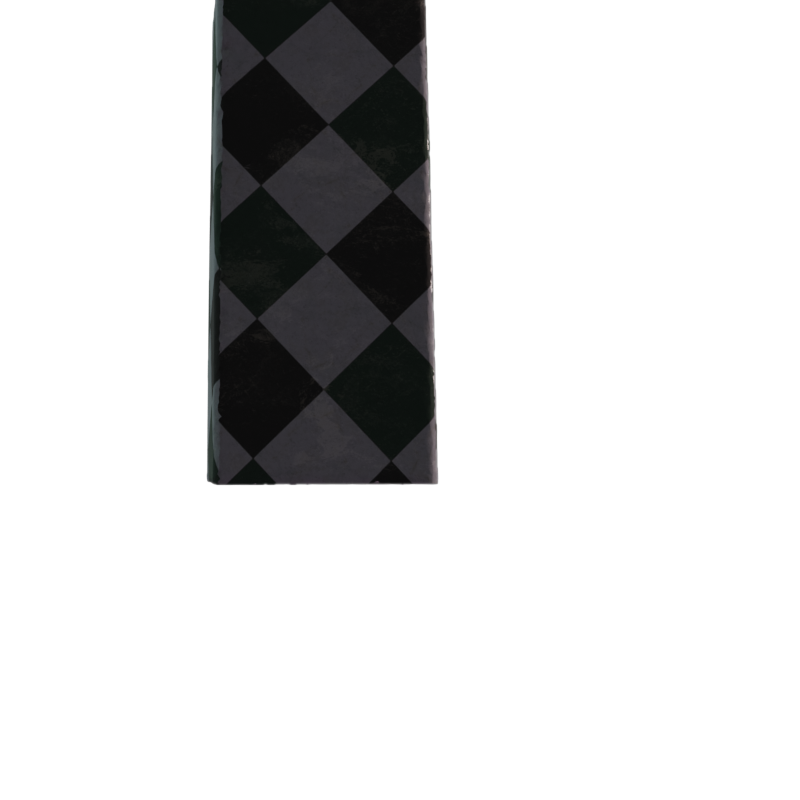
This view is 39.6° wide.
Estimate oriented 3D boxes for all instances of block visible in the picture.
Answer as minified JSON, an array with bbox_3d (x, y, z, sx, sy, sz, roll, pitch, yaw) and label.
[{"bbox_3d":[-0.038,-0.069,0.485,0.090,0.211,0.089,1,-10,-9],"label":"block"}]
